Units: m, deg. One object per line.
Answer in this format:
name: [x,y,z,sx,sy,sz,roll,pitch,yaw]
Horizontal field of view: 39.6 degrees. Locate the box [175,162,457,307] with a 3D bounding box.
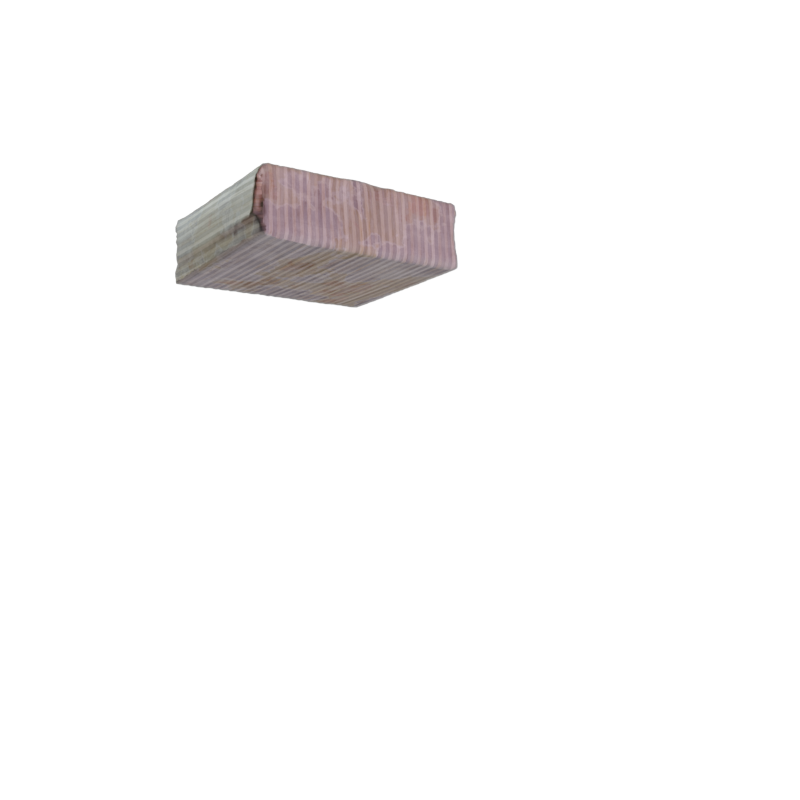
box: [-0.034,-0.062,0.436,0.085,0.031,0.074,7,-13,-32]
